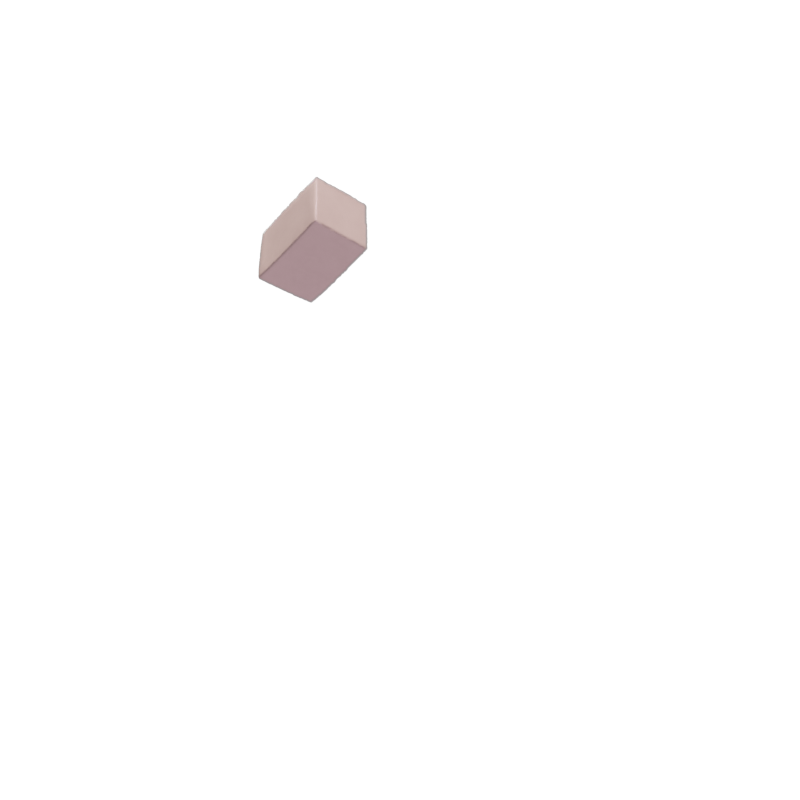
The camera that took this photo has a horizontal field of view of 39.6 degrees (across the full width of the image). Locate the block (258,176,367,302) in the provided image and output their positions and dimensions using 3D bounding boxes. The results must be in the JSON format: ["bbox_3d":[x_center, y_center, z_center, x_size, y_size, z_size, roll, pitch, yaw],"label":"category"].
[{"bbox_3d":[-0.069,-0.125,0.877,0.050,0.055,0.077,28,-50,-28],"label":"block"}]
